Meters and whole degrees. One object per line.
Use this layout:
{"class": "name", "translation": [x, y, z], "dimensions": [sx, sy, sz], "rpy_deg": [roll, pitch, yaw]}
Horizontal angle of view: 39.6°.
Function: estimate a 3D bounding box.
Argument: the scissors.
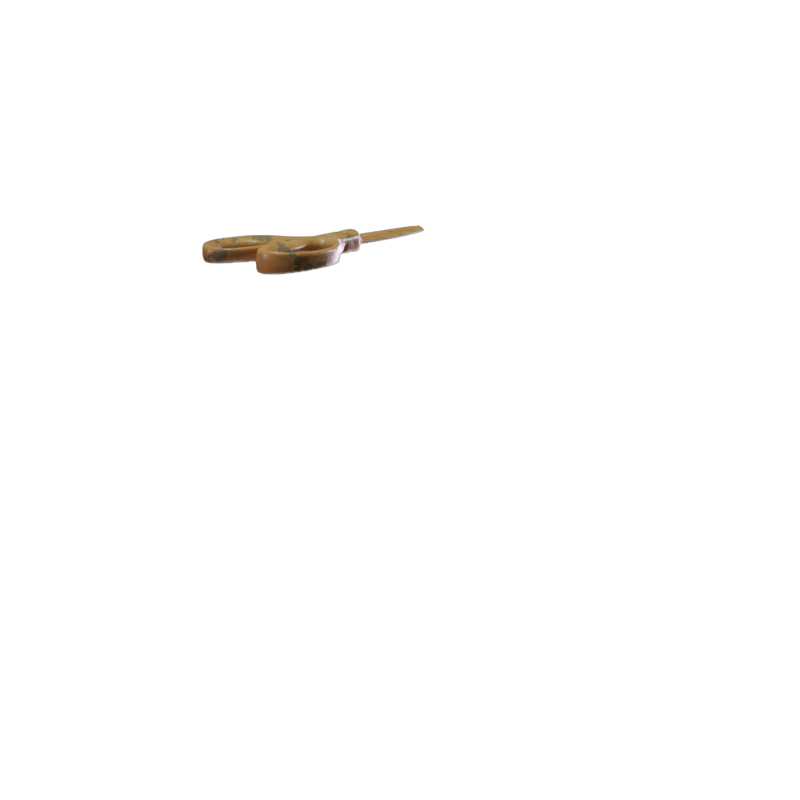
{"class": "scissors", "translation": [-0.057, -0.105, 0.734], "dimensions": [0.099, 0.015, 0.201], "rpy_deg": [5, 15, 17]}
